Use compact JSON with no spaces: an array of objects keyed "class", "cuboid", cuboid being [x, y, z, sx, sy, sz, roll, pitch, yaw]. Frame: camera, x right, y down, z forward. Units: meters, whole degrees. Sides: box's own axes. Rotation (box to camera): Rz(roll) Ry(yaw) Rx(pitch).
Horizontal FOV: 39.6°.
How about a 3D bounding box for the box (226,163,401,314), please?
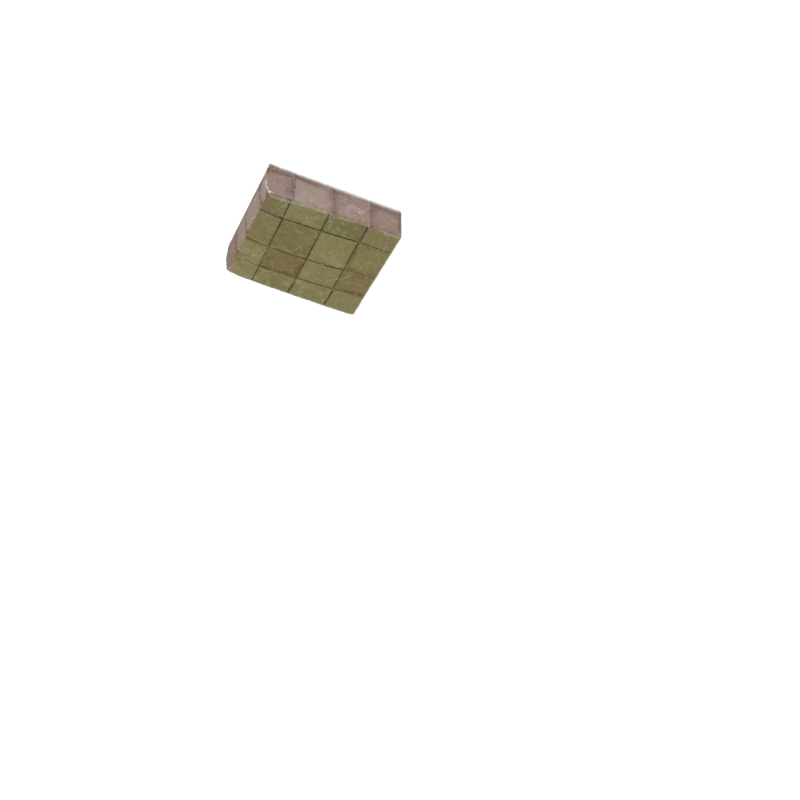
[{"class":"box","cuboid":[-0.067,-0.122,0.855,0.110,0.042,0.086,18,-50,-17]}]
